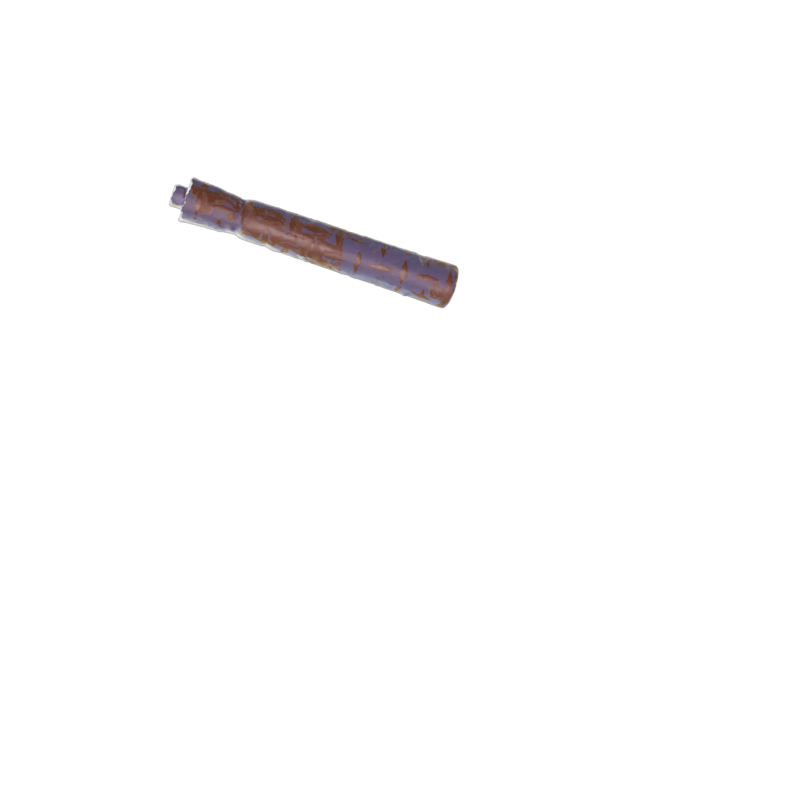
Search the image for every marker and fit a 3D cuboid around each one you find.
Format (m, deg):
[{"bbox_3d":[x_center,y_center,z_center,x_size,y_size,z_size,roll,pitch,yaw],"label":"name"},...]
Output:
[{"bbox_3d":[-0.035,-0.065,0.453,0.119,0.020,0.020,18,1,-7],"label":"marker"}]
